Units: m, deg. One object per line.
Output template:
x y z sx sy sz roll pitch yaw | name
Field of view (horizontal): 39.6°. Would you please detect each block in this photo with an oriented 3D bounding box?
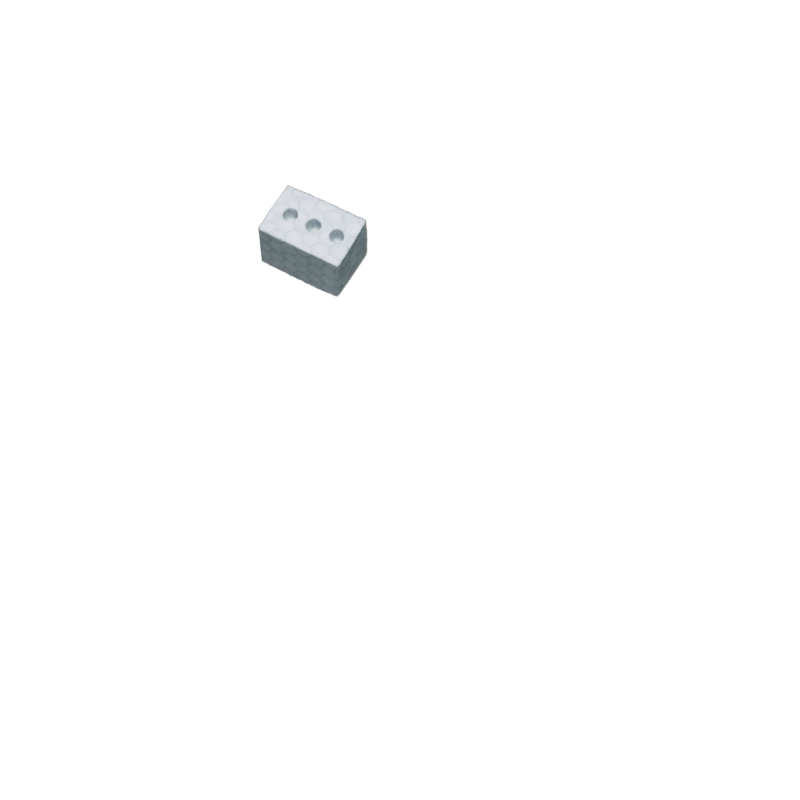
-0.073 -0.133 0.930 0.080 0.054 0.048 25 -28 13 | block
